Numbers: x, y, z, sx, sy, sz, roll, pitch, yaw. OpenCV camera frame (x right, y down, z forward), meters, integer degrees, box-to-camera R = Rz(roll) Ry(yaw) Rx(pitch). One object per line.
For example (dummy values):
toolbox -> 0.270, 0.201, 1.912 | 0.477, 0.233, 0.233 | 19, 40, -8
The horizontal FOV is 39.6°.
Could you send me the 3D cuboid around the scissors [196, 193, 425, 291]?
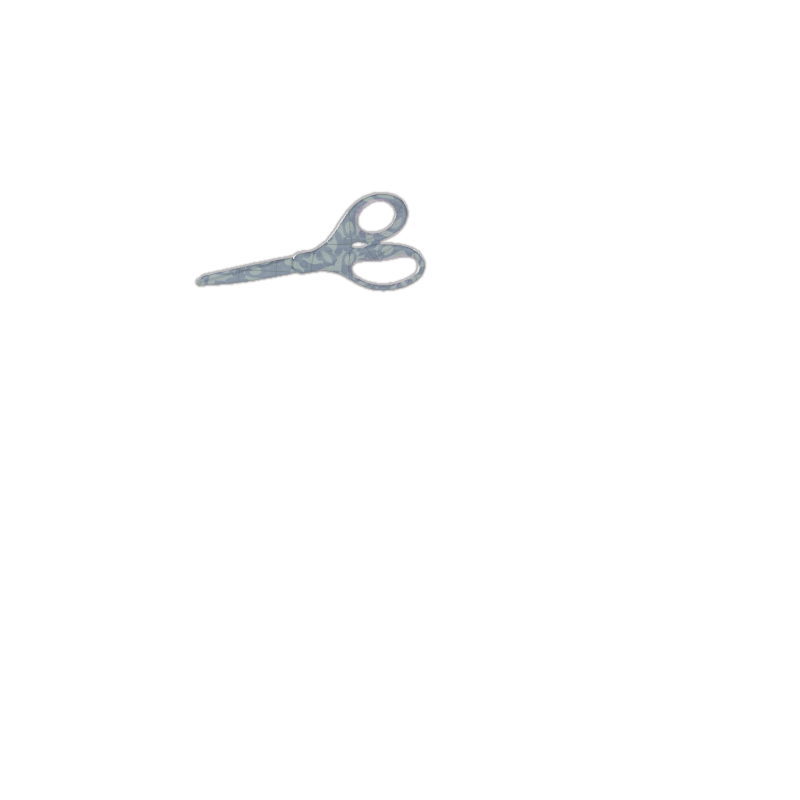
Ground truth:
scissors -> -0.077, -0.140, 0.981 | 0.201, 0.095, 0.016 | 5, 7, -1
